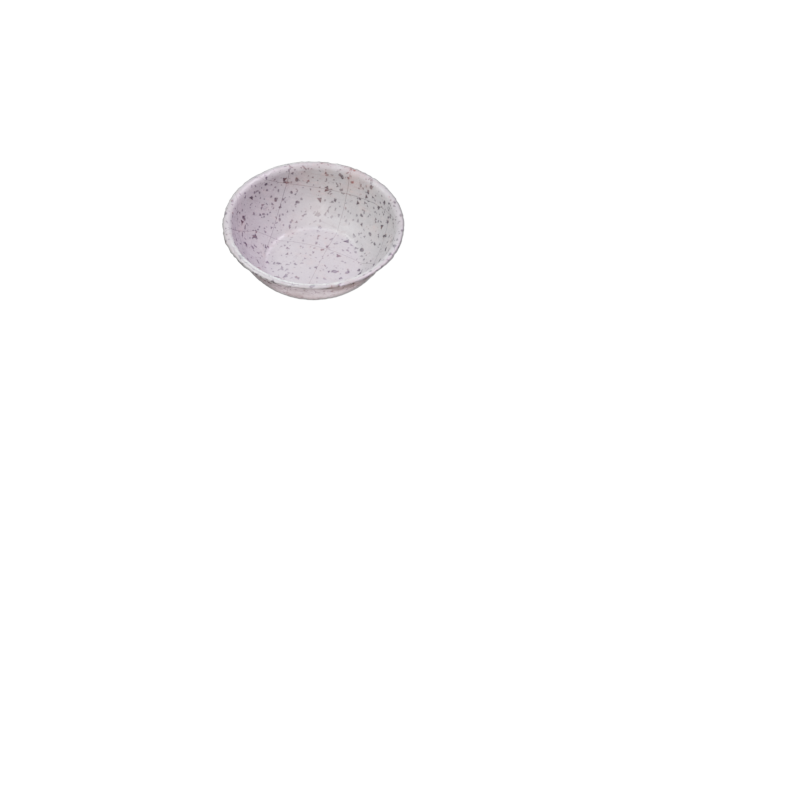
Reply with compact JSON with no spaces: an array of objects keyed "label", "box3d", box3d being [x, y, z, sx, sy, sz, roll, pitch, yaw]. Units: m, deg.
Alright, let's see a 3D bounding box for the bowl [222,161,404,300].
[{"label":"bowl","box3d":[-0.078,-0.143,0.998,0.162,0.174,0.051,-1,-41,-1]}]
